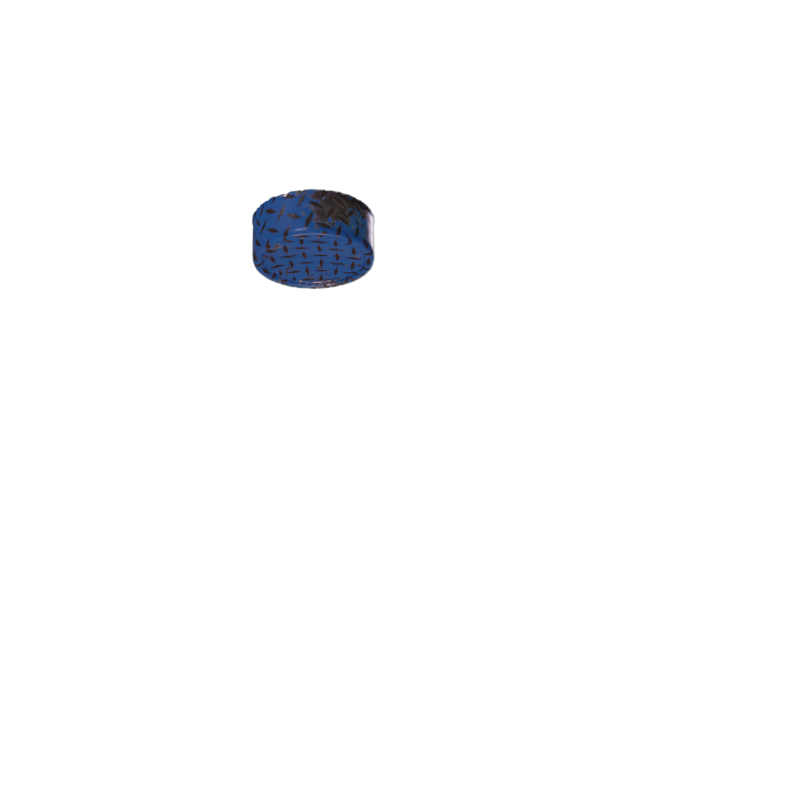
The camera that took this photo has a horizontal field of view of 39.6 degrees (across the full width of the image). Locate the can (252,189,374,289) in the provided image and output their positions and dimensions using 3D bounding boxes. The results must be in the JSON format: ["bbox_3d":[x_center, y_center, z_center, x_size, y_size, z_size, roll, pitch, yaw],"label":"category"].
[{"bbox_3d":[-0.060,-0.109,0.766,0.086,0.035,0.081,1,-23,-2],"label":"can"}]
